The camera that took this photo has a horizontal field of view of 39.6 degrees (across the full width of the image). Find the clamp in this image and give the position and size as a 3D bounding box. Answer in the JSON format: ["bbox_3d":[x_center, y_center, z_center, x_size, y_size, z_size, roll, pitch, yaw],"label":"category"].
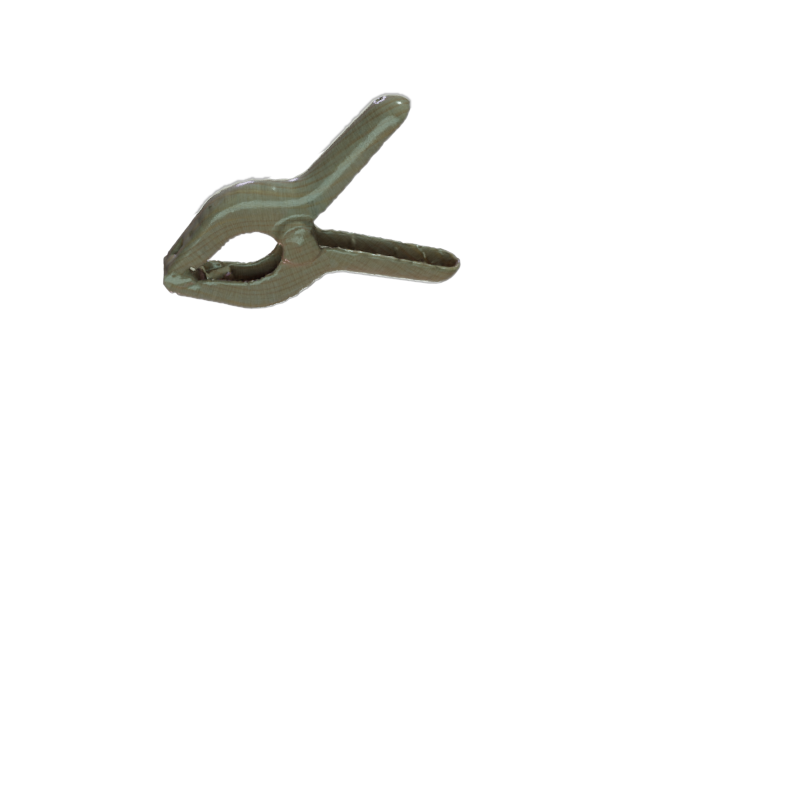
[{"bbox_3d":[-0.050,-0.091,0.641,0.172,0.114,0.041,-24,23,11],"label":"clamp"}]
